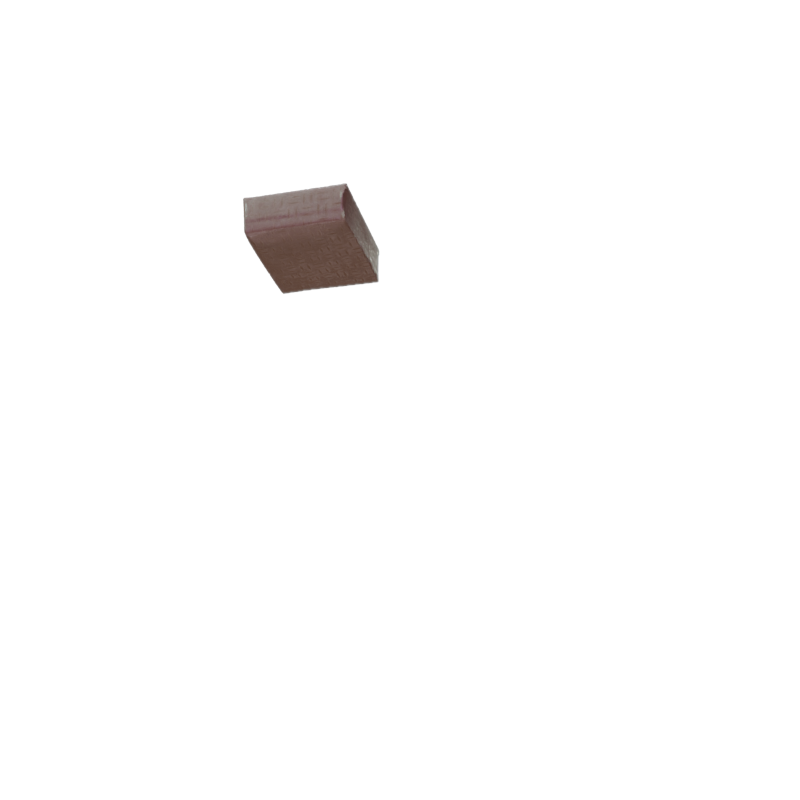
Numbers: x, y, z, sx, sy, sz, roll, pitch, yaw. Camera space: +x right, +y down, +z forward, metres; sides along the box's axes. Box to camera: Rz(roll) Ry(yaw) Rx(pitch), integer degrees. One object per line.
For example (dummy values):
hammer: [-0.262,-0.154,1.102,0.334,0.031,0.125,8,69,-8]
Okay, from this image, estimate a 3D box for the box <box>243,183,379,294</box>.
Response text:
box: [-0.073,-0.133,0.935,0.091,0.041,0.106,-6,-24,13]
